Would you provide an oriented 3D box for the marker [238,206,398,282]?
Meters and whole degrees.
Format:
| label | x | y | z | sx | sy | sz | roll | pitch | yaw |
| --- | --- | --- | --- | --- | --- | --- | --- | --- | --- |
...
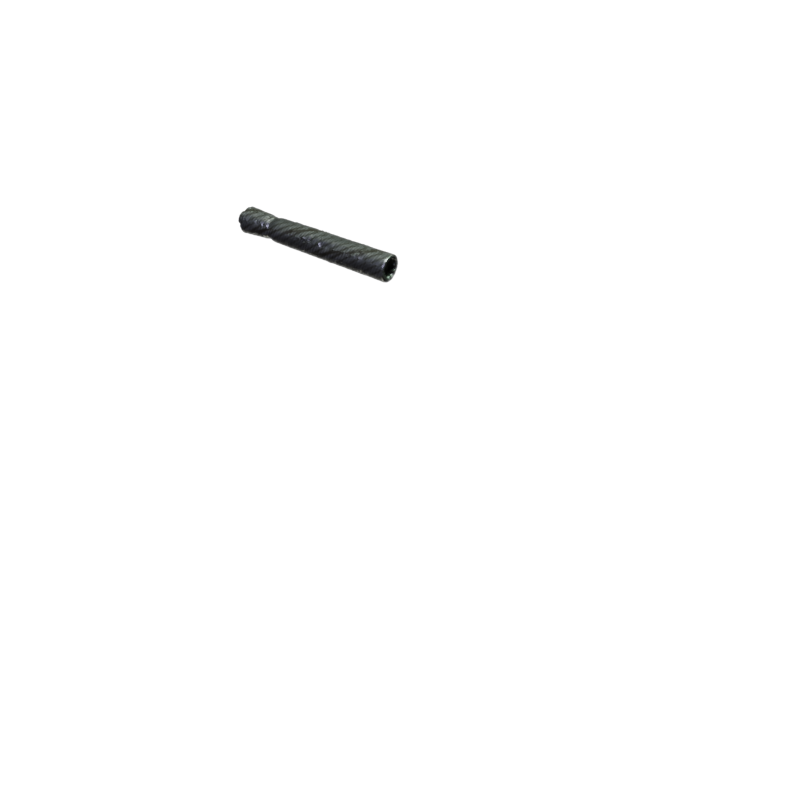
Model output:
| label | x | y | z | sx | sy | sz | roll | pitch | yaw |
| --- | --- | --- | --- | --- | --- | --- | --- | --- | --- |
| marker | -0.057 | -0.104 | 0.729 | 0.128 | 0.019 | 0.019 | 23 | 15 | 30 |
